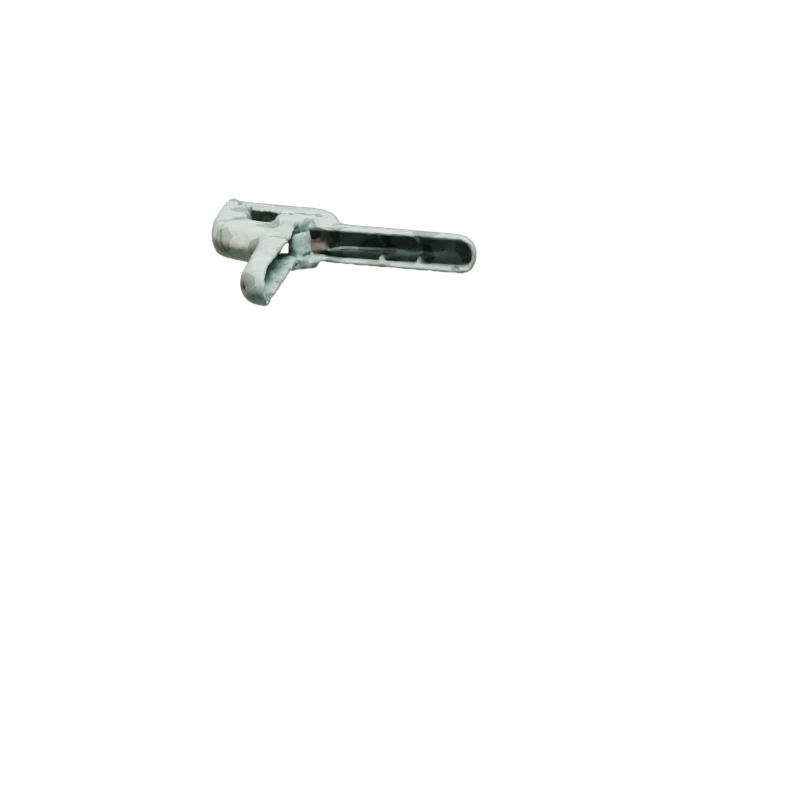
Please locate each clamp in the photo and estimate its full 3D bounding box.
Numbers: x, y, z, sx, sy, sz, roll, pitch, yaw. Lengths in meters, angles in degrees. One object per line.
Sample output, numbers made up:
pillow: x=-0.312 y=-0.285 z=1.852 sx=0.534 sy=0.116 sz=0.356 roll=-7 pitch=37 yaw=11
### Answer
clamp: x=-0.060 y=-0.109 z=0.763 sx=0.161 sy=0.035 sz=0.223 roll=-9 pitch=21 yaw=-23
